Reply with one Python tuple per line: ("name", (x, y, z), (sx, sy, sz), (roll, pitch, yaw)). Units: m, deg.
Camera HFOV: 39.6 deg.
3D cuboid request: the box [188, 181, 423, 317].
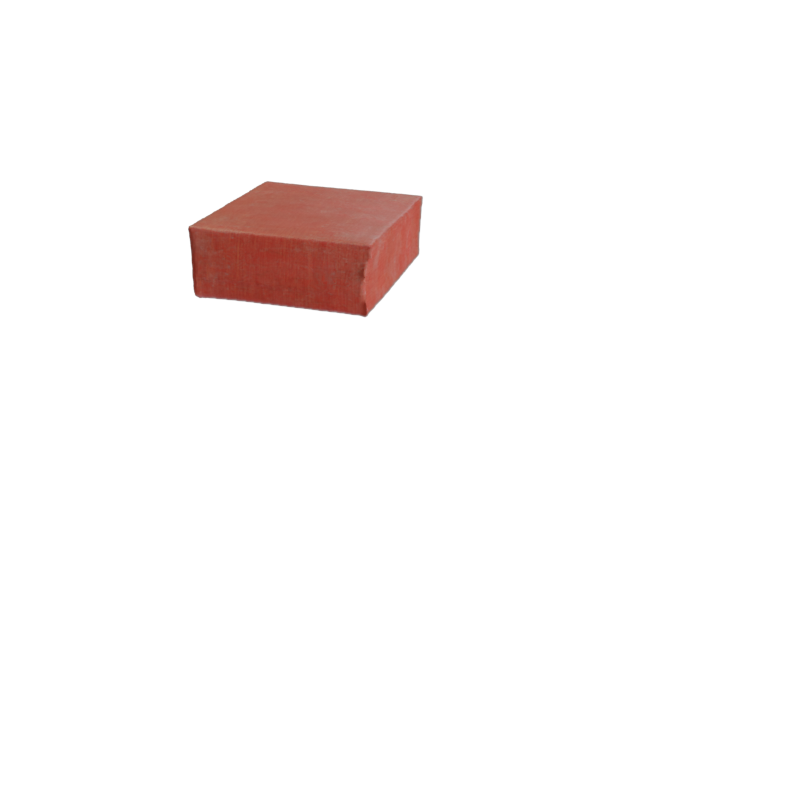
("box", (-0.044, -0.079, 0.555), (0.092, 0.037, 0.116), (6, 24, 13))
